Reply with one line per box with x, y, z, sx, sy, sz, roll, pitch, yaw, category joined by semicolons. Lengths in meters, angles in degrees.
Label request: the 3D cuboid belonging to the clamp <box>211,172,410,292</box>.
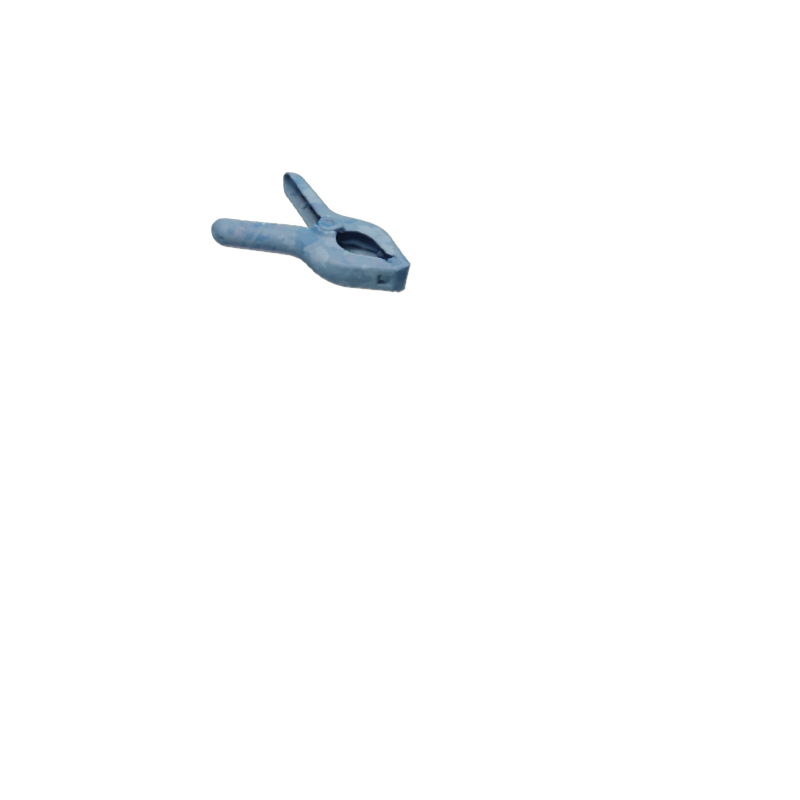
-0.075;-0.136;0.956;0.182;0.036;0.121;32;52;29;clamp
